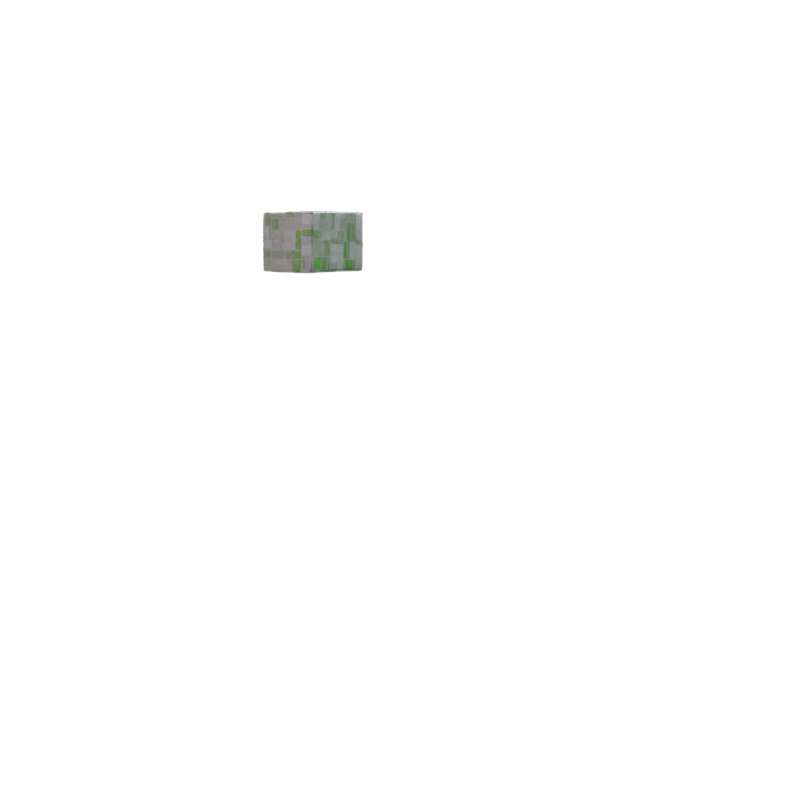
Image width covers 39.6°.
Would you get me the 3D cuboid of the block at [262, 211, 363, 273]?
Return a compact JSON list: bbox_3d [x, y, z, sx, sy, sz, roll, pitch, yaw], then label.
[{"bbox_3d":[-0.074,-0.135,0.948,0.055,0.051,0.076,3,7,33],"label":"block"}]
